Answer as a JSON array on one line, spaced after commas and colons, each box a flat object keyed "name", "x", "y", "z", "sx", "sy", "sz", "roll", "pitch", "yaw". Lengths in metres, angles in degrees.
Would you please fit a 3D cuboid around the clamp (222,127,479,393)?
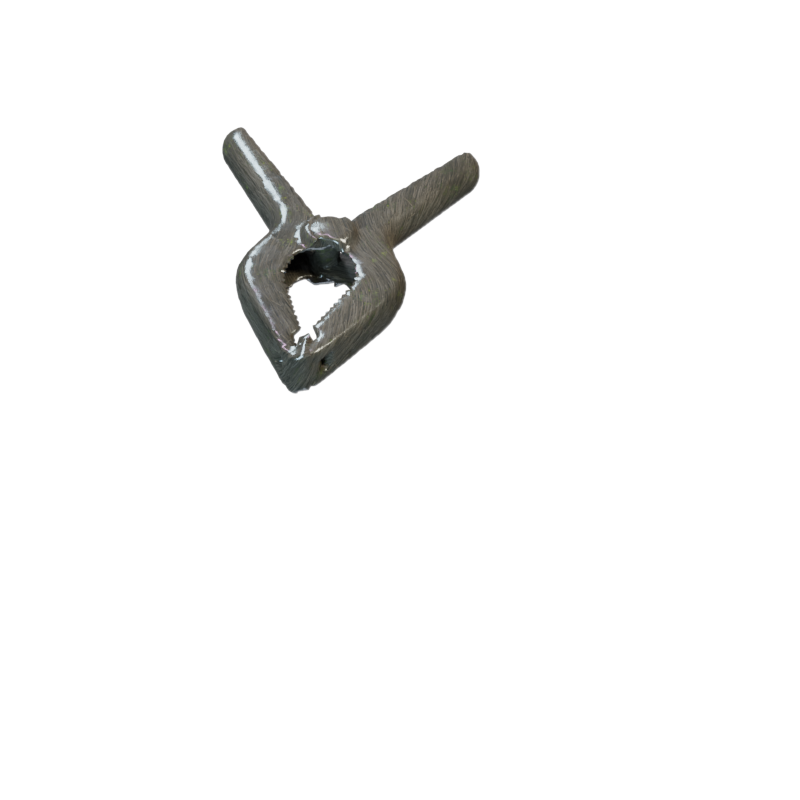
[{"name": "clamp", "x": -0.051, "y": -0.093, "z": 0.648, "sx": 0.168, "sy": 0.034, "sz": 0.221, "roll": 10, "pitch": 45, "yaw": 10}]
